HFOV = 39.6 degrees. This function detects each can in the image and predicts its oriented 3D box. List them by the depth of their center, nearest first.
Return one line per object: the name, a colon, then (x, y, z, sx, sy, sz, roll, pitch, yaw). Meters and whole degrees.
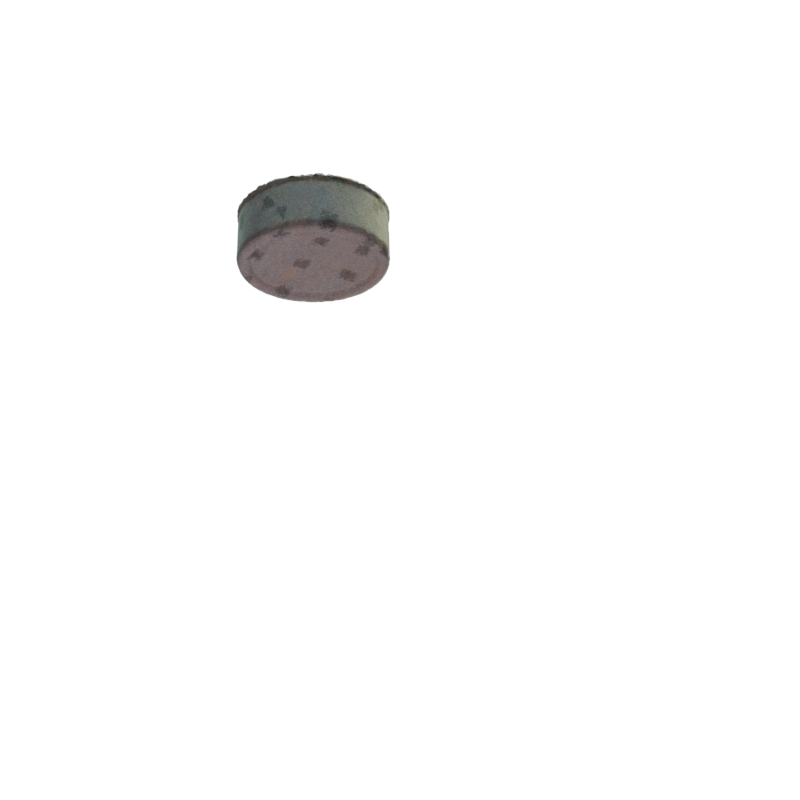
can: (-0.048, -0.088, 0.616, 0.086, 0.036, 0.081, 1, -26, -2)
